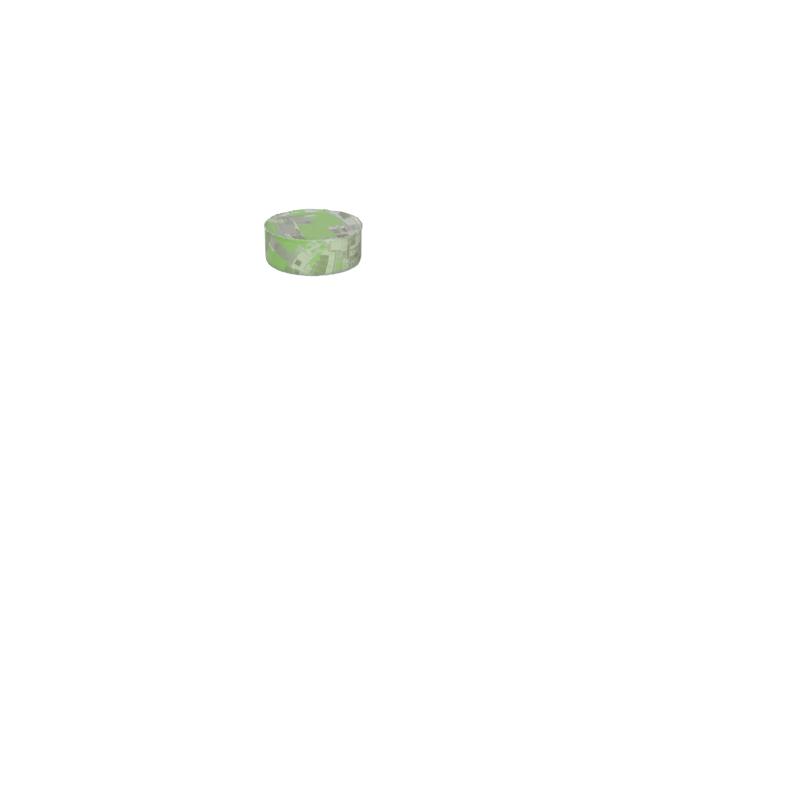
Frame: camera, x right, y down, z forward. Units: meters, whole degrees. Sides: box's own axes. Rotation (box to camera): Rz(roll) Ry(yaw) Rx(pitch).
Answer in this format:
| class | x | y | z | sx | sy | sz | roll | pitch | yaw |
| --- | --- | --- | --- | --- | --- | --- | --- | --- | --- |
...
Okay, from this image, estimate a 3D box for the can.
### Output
| class | x | y | z | sx | sy | sz | roll | pitch | yaw |
| --- | --- | --- | --- | --- | --- | --- | --- | --- | --- |
| can | -0.076 | -0.138 | 0.967 | 0.086 | 0.032 | 0.090 | -1 | 26 | -2 |
